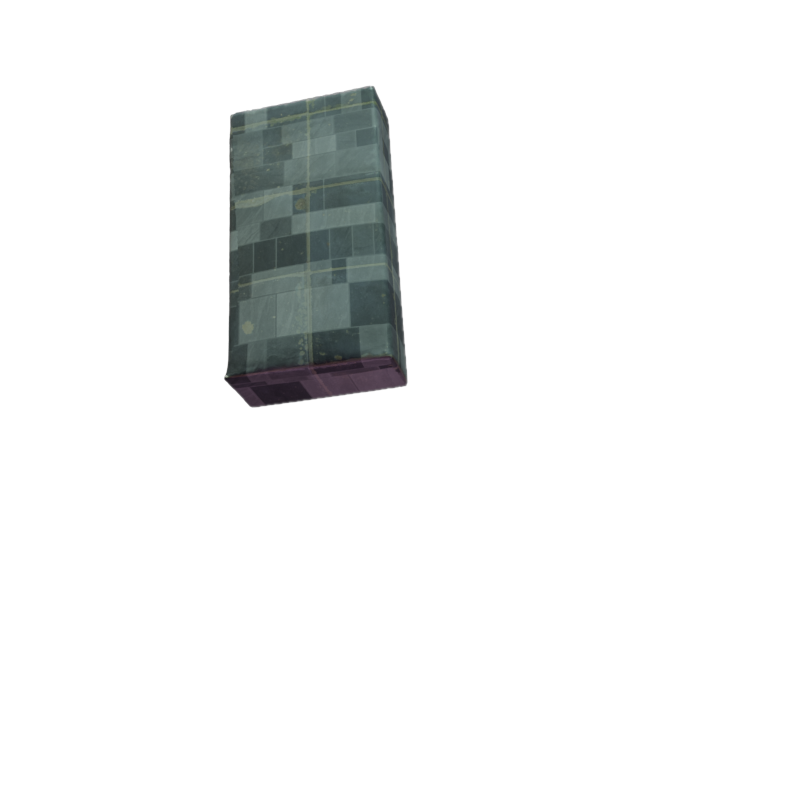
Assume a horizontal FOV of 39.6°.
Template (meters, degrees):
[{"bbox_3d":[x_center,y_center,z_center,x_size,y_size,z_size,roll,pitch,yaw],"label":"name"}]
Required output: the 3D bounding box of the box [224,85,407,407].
[{"bbox_3d":[-0.049,-0.090,0.629,0.094,0.188,0.044,-9,-31,12],"label":"box"}]
